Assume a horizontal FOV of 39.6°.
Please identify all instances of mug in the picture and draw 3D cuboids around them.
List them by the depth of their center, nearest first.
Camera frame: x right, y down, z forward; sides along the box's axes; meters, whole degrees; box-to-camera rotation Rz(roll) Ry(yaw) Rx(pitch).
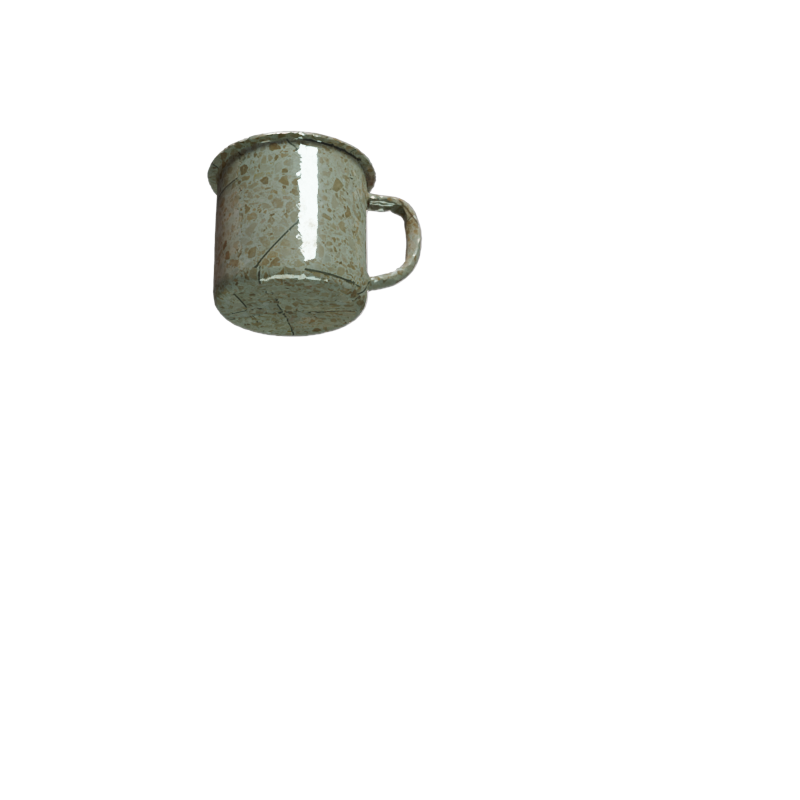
[{"bbox_3d":[-0.047,-0.085,0.597,0.116,0.086,0.089,2,-24,-6],"label":"mug"}]
